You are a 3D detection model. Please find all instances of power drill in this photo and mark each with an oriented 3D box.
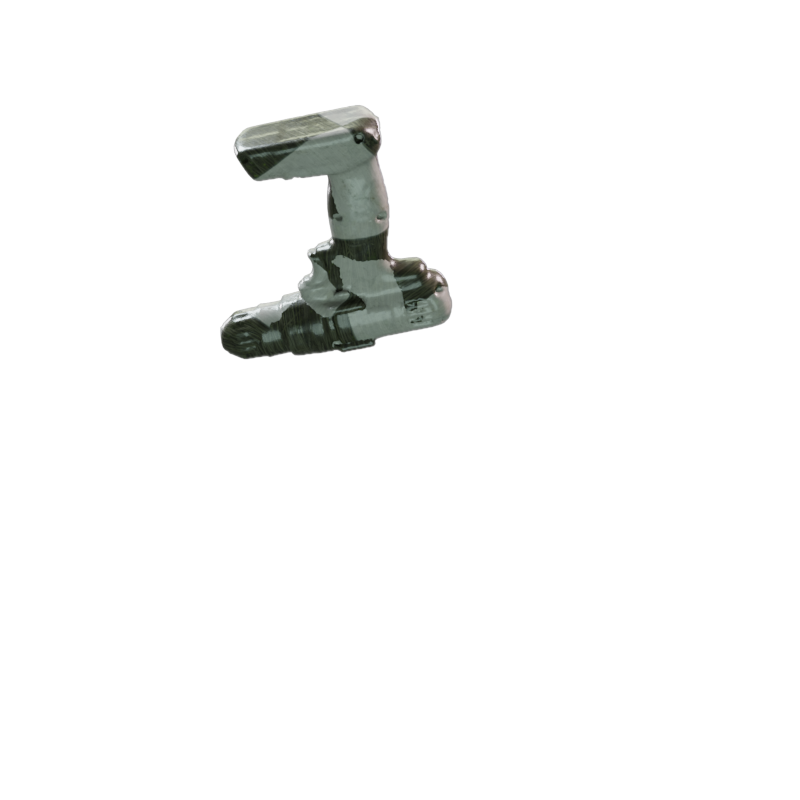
[{"bbox_3d":[-0.066,-0.120,0.839,0.185,0.175,0.061,-11,30,6],"label":"power drill"}]
